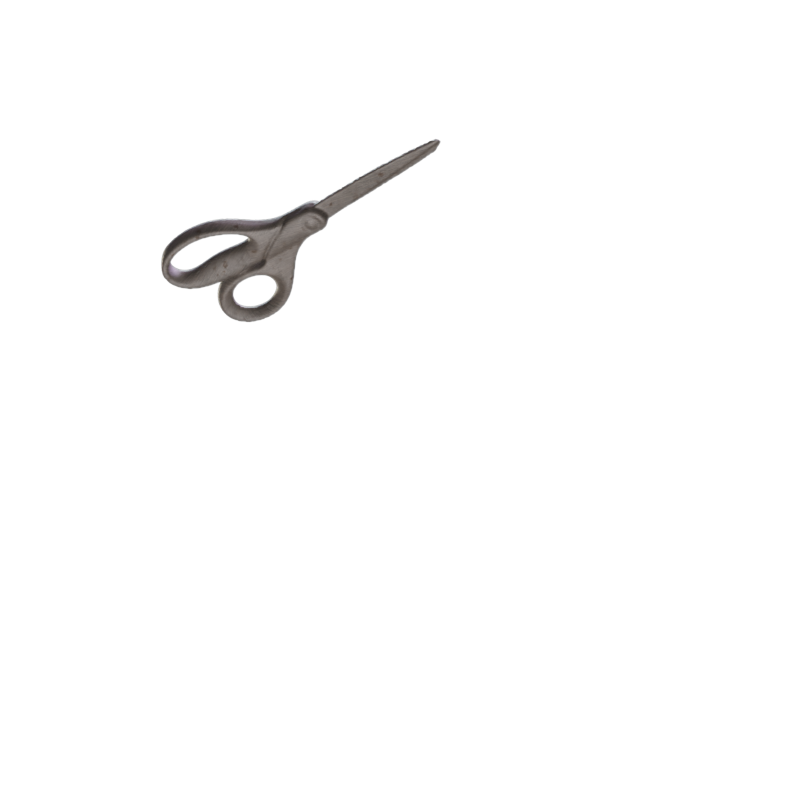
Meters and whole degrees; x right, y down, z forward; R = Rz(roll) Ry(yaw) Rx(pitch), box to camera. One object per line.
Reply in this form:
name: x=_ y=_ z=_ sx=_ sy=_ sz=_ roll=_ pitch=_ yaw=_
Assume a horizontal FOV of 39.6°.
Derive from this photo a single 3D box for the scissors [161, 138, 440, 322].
scissors: x=-0.056 y=-0.101 z=0.710 sx=0.203 sy=0.017 sz=0.089 roll=-15 pitch=-45 yaw=16
